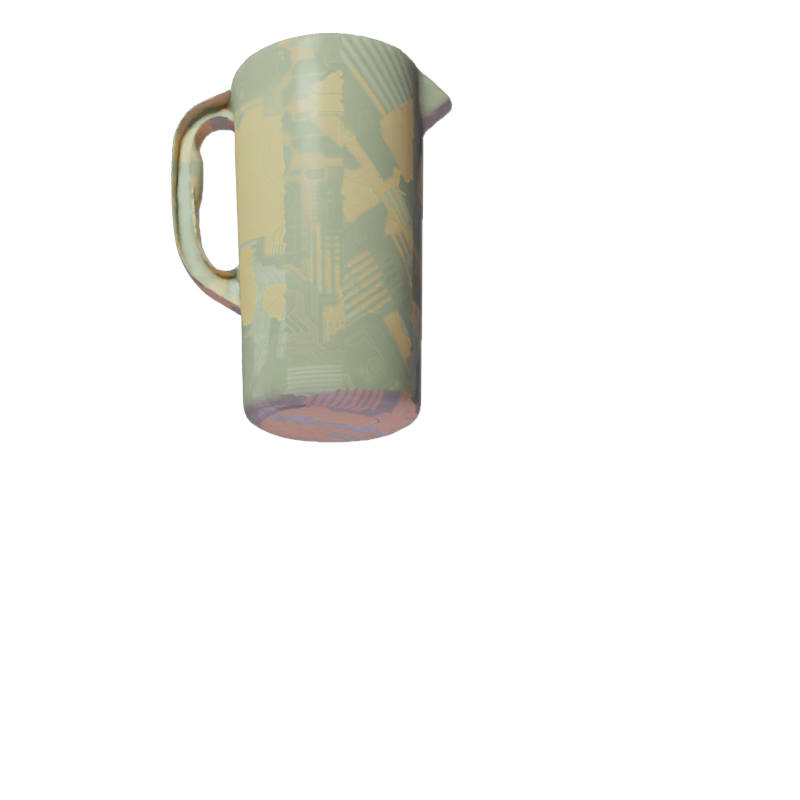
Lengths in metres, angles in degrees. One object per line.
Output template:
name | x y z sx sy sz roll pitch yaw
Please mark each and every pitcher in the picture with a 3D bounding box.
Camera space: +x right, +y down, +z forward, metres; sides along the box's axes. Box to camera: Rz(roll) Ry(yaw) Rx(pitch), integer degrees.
pitcher | -0.056 -0.102 0.717 0.137 0.256 0.150 17 -28 -39
